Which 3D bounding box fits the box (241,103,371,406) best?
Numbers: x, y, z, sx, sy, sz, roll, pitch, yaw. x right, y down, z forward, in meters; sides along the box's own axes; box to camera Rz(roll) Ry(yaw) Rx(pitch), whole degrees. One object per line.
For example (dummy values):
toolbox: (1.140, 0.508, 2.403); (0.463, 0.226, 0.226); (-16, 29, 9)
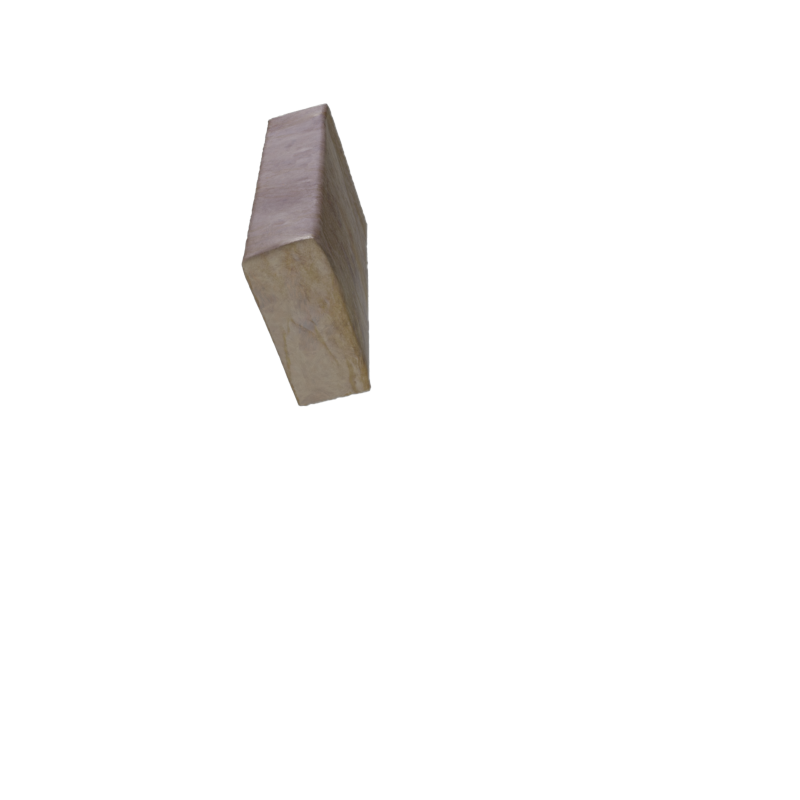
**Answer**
box: (-0.049, -0.088, 0.620); (0.048, 0.087, 0.188); (-15, 33, 6)
